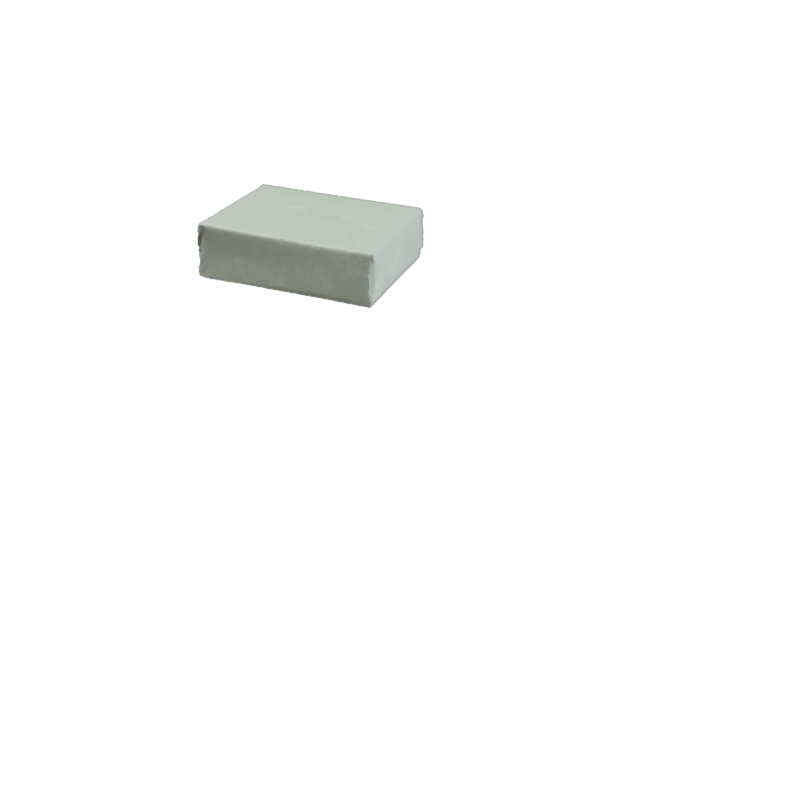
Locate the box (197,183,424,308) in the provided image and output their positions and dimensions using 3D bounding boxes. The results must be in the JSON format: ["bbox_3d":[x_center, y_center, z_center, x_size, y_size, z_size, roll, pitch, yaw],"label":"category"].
[{"bbox_3d":[-0.052,-0.095,0.667,0.117,0.037,0.091,9,26,19],"label":"box"}]
